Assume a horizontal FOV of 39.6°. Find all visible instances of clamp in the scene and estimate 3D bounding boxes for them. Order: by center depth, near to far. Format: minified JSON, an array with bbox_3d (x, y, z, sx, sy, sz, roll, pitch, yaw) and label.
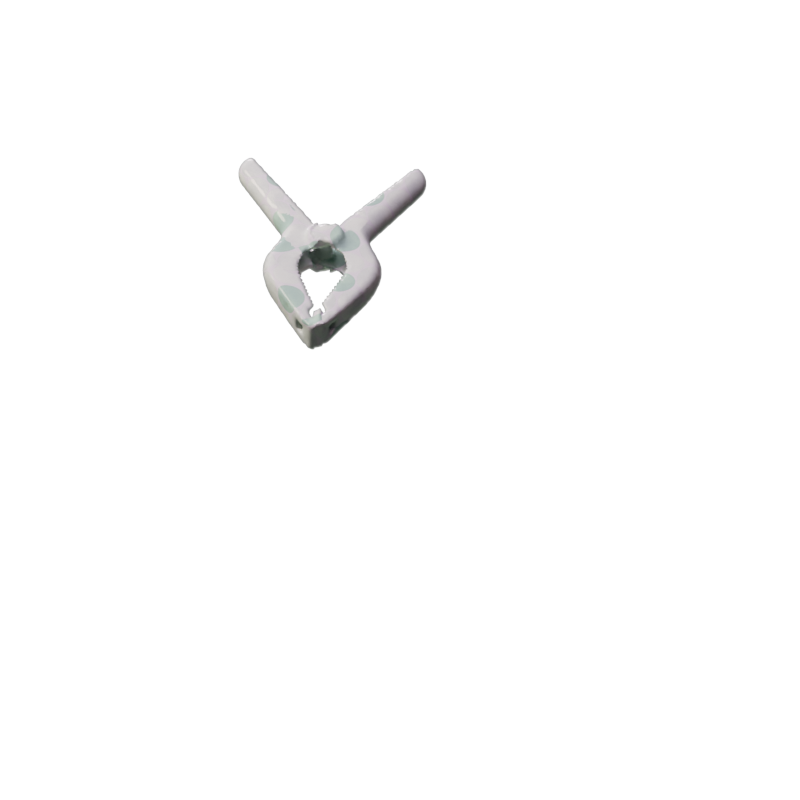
[{"bbox_3d":[-0.072,-0.131,0.918,0.166,0.223,0.034,7,-43,6],"label":"clamp"}]
